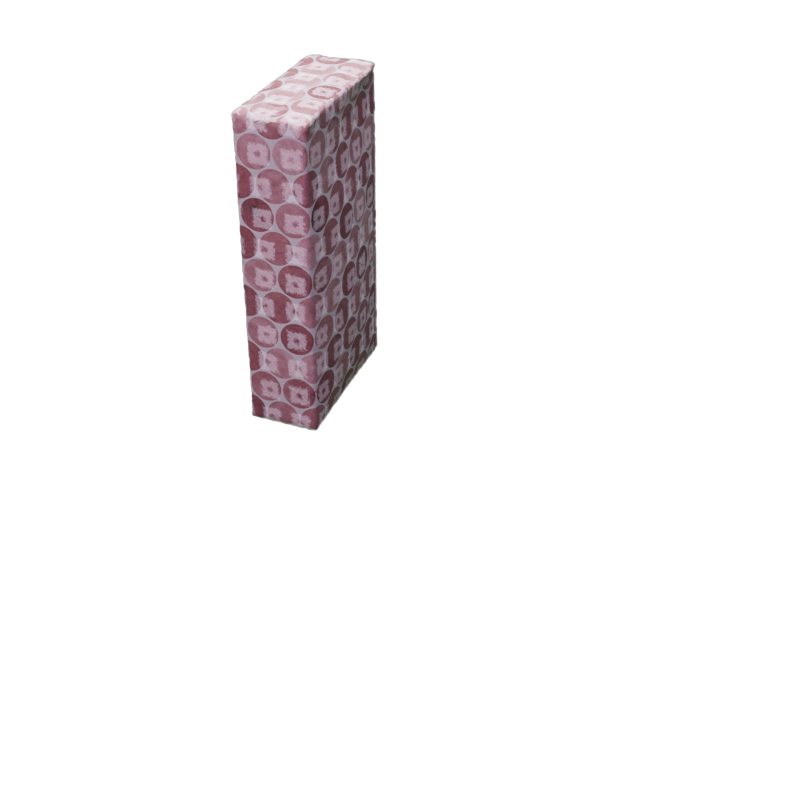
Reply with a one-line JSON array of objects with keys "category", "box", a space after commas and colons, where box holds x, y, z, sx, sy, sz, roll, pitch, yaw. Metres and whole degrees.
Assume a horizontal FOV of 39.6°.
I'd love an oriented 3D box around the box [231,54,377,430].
[{"category": "box", "box": [-0.046, -0.083, 0.586, 0.050, 0.166, 0.096, 13, 34, 16]}]
